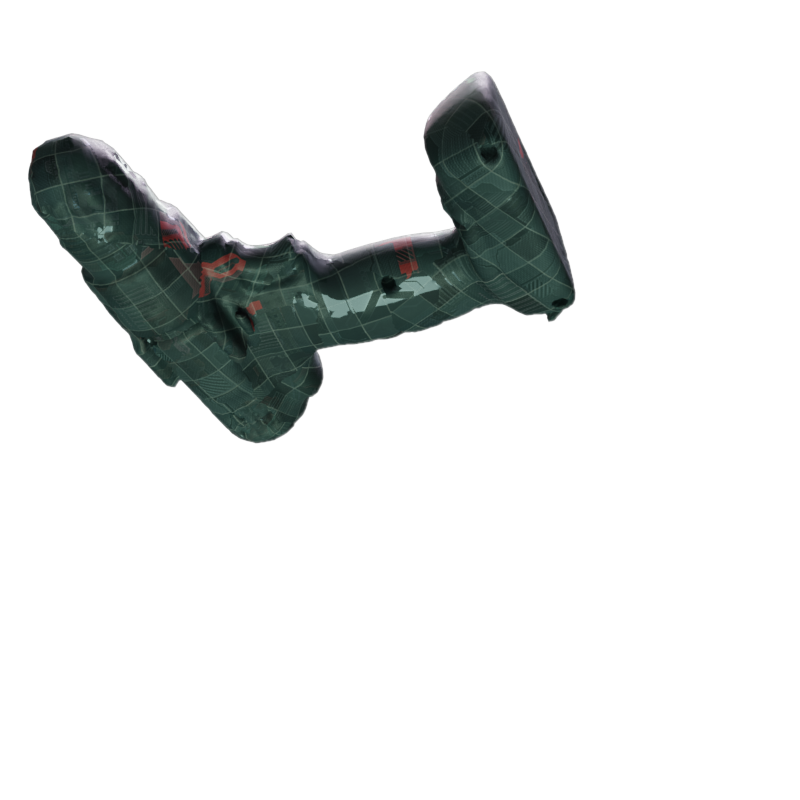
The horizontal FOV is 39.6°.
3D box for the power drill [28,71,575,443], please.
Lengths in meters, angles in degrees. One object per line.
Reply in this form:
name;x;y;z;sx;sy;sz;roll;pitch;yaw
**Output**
power drill;-0.036;-0.066;0.462;0.189;0.062;0.170;-18;-44;19
